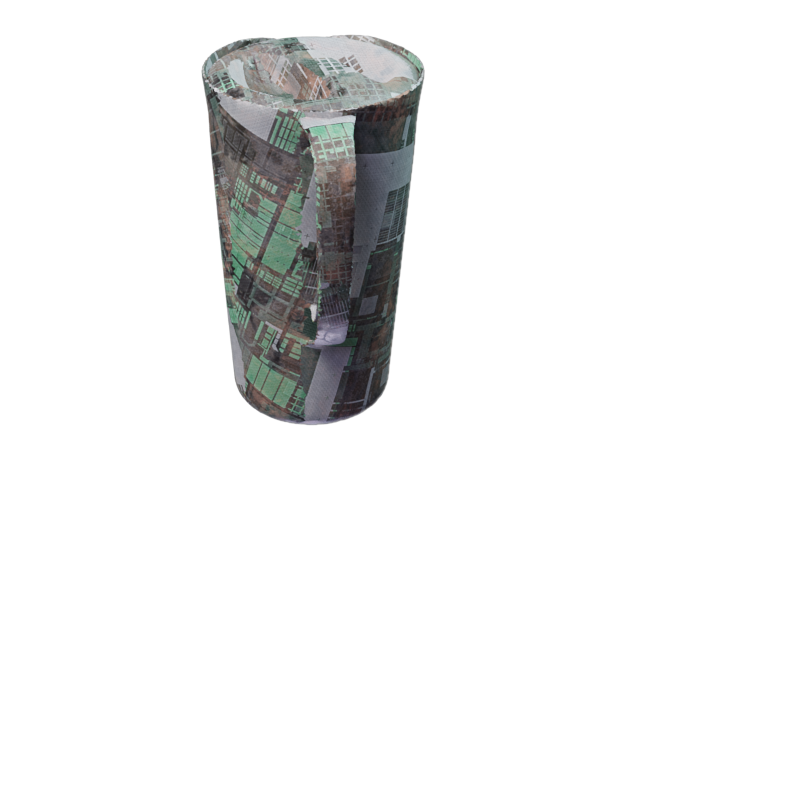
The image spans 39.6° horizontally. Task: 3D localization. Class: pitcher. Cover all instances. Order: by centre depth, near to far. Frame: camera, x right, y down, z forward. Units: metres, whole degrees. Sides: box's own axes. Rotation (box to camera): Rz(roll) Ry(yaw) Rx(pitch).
[{"bbox_3d":[-0.056,-0.101,0.710,0.153,0.228,0.151,22,37,28],"label":"pitcher"}]
